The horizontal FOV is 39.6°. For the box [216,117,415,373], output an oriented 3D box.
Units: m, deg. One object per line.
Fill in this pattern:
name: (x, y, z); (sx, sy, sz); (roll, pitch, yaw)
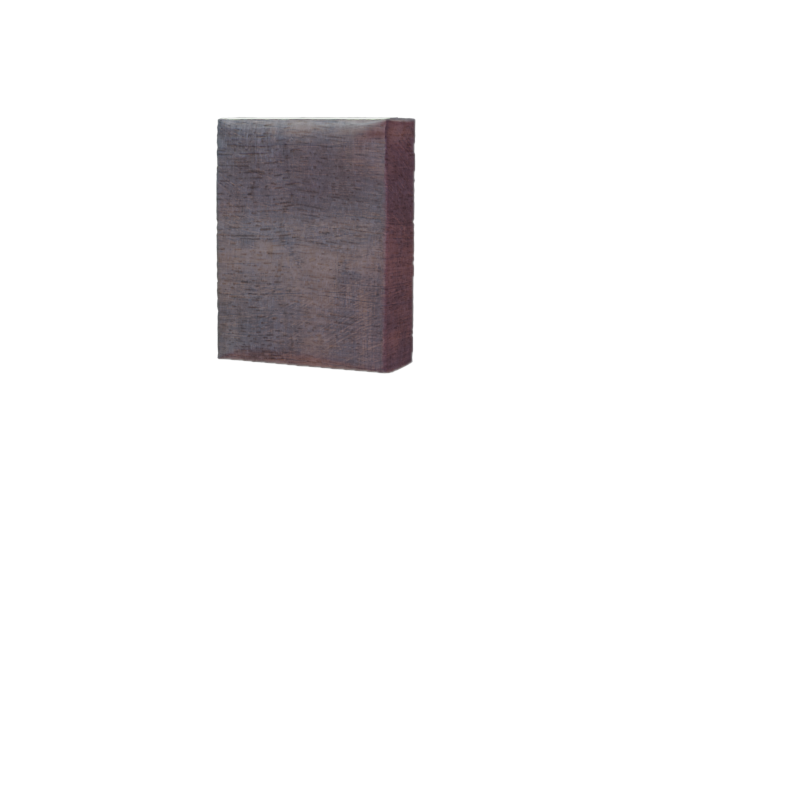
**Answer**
box: (-0.075, -0.137, 0.956); (0.170, 0.210, 0.071); (5, 8, 25)
